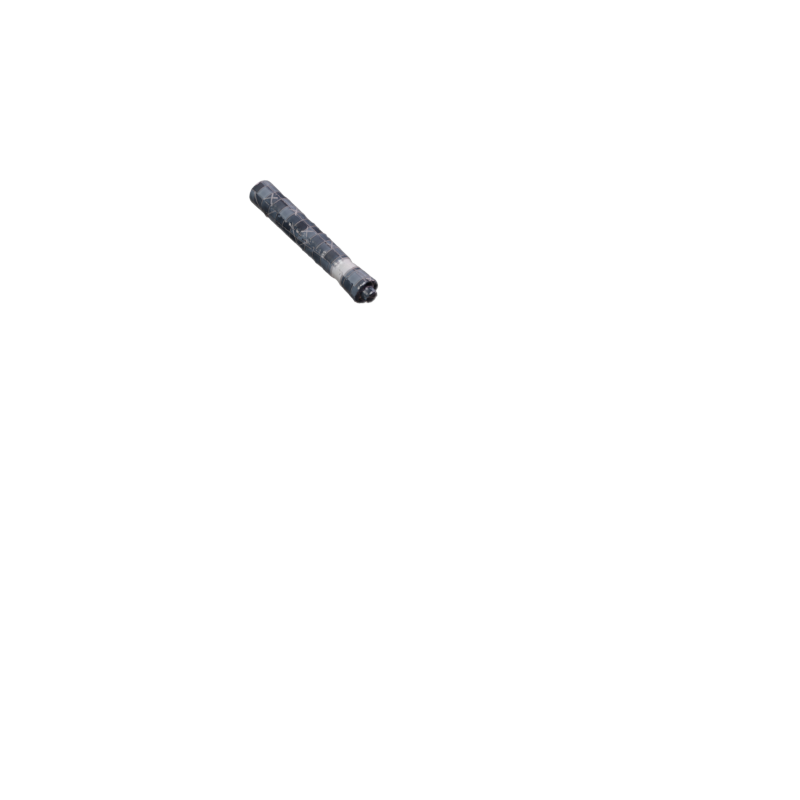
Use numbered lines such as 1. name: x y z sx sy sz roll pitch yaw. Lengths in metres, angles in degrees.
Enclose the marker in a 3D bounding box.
1. marker: -0.056 -0.103 0.719 0.019 0.019 0.130 -3 39 -48
